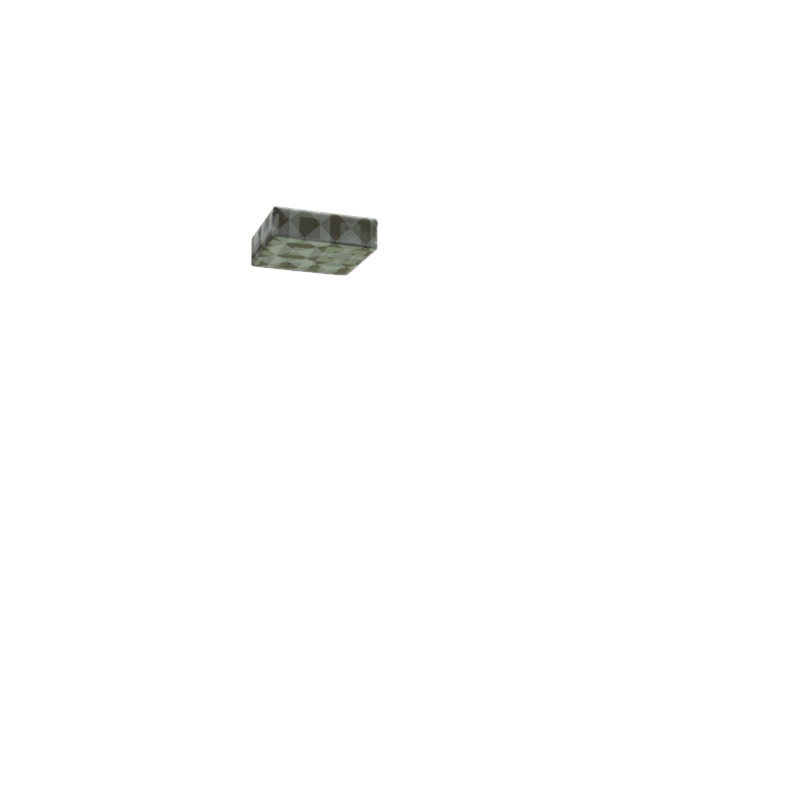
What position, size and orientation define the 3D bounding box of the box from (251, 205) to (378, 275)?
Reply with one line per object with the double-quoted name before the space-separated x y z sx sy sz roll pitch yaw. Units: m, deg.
"box" -0.071 -0.130 0.910 0.087 0.031 0.072 4 -15 -18
